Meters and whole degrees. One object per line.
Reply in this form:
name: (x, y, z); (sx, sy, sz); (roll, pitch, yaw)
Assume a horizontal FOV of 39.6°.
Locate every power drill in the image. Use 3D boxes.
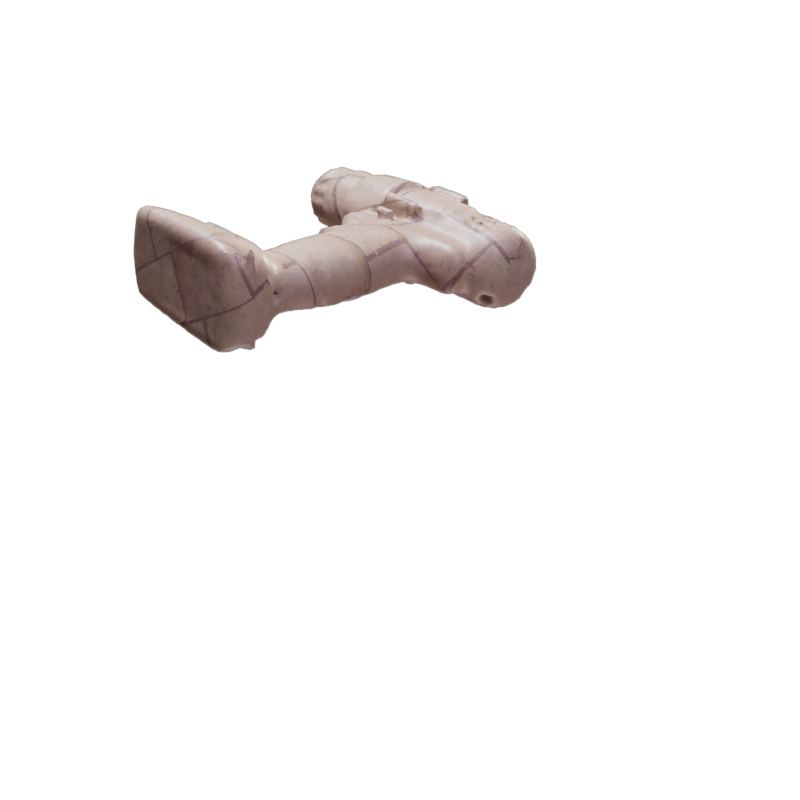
power drill: (-0.048, -0.088, 0.617); (0.184, 0.055, 0.197); (-16, 28, -32)
